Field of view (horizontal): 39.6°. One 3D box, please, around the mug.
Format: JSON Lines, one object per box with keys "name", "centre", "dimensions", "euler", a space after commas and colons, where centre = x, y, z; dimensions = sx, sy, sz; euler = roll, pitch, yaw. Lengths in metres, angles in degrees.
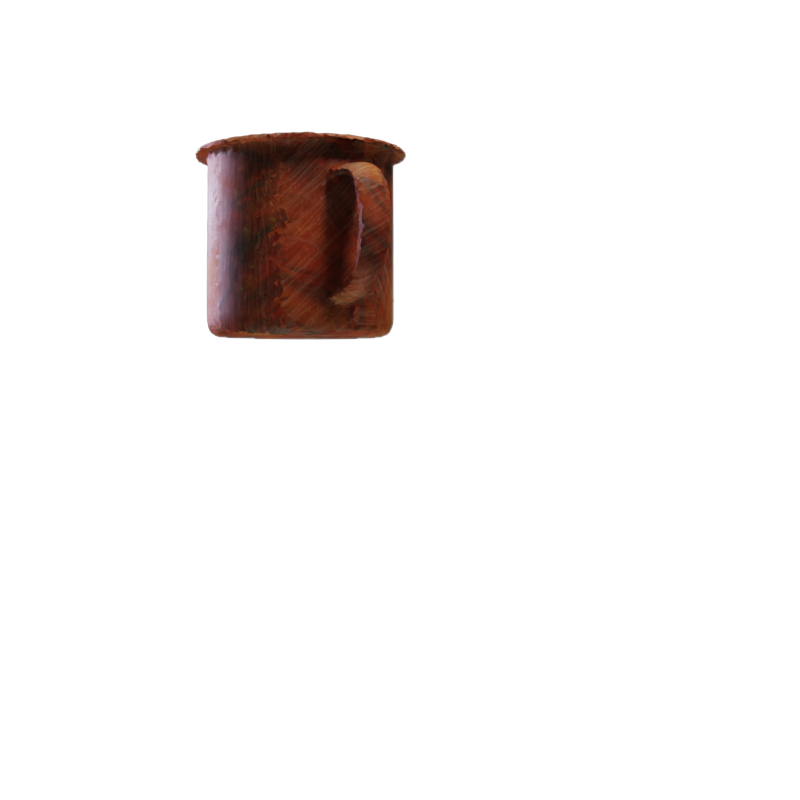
{"name": "mug", "centre": [-0.037, -0.068, 0.476], "dimensions": [0.090, 0.082, 0.120], "euler": [1, -2, -31]}
